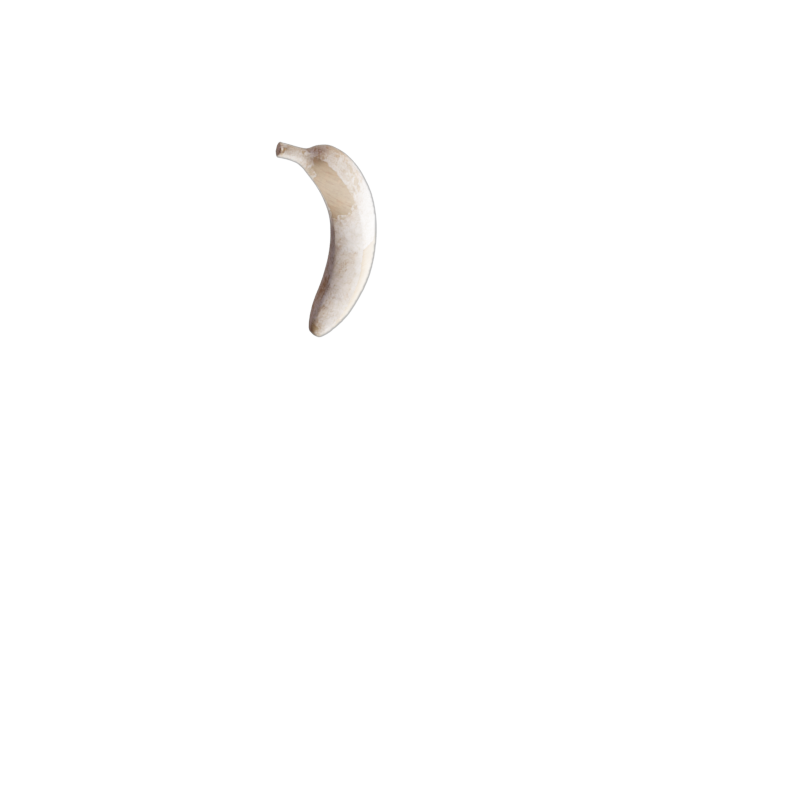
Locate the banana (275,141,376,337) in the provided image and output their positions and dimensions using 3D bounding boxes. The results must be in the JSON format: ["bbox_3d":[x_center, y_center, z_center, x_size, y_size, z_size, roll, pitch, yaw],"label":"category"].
[{"bbox_3d":[-0.053,-0.134,0.899,0.070,0.184,0.039,-5,39,3],"label":"banana"}]
